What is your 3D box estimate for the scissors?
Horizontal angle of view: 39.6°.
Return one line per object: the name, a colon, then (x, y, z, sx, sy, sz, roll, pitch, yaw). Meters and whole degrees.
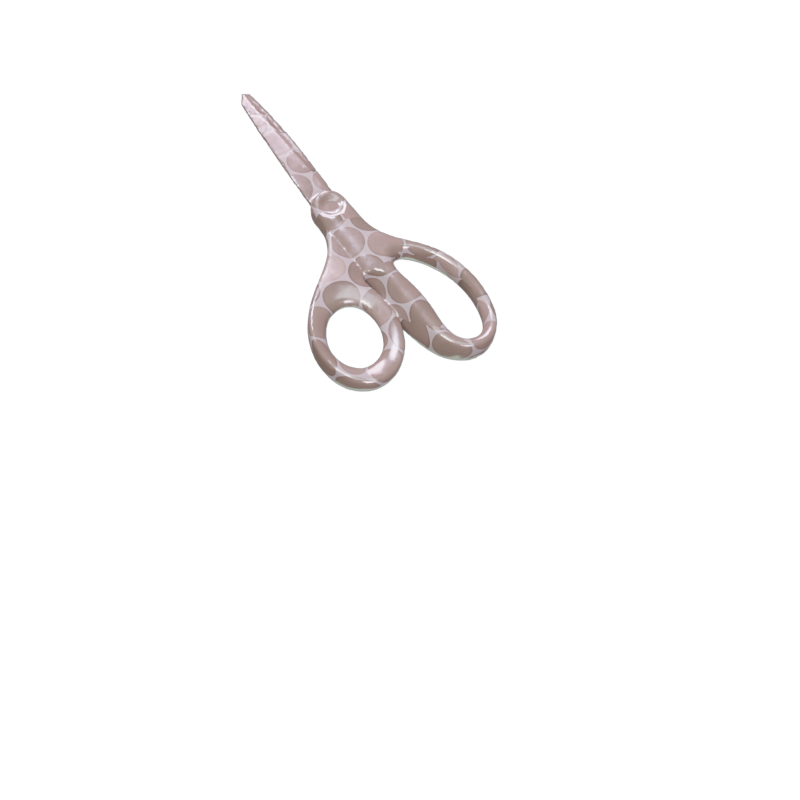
scissors: (-0.043, -0.079, 0.551, 0.097, 0.214, 0.015, -39, -27, -24)
